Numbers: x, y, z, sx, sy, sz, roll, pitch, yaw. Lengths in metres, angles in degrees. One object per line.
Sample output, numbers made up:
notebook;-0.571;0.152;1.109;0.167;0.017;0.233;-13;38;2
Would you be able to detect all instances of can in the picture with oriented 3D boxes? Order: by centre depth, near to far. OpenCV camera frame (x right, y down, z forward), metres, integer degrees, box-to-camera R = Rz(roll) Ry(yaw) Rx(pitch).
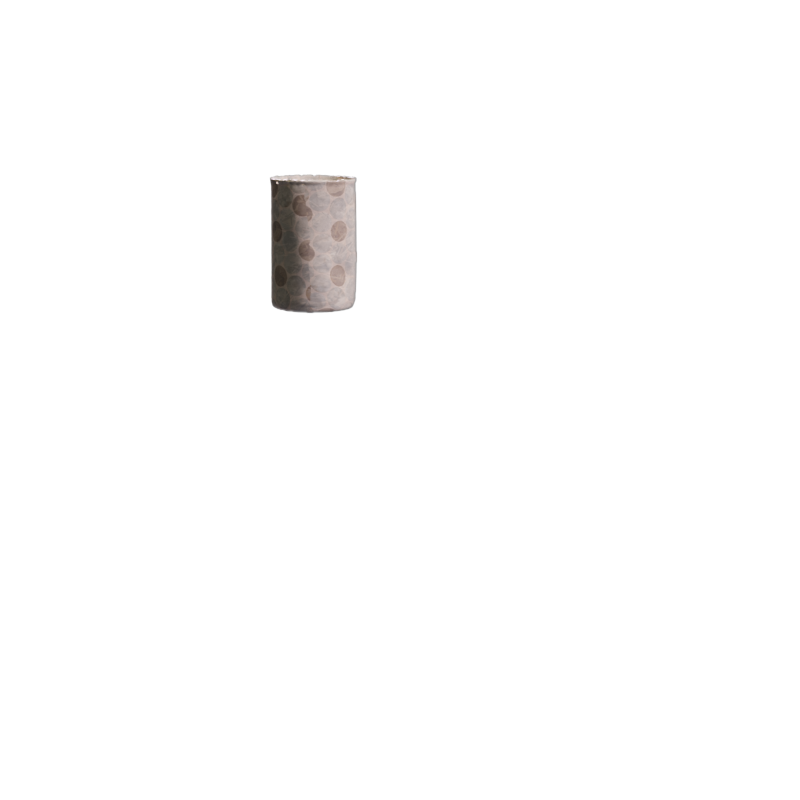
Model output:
can;-0.068;-0.125;0.872;0.068;0.100;0.070;0;10;-2
